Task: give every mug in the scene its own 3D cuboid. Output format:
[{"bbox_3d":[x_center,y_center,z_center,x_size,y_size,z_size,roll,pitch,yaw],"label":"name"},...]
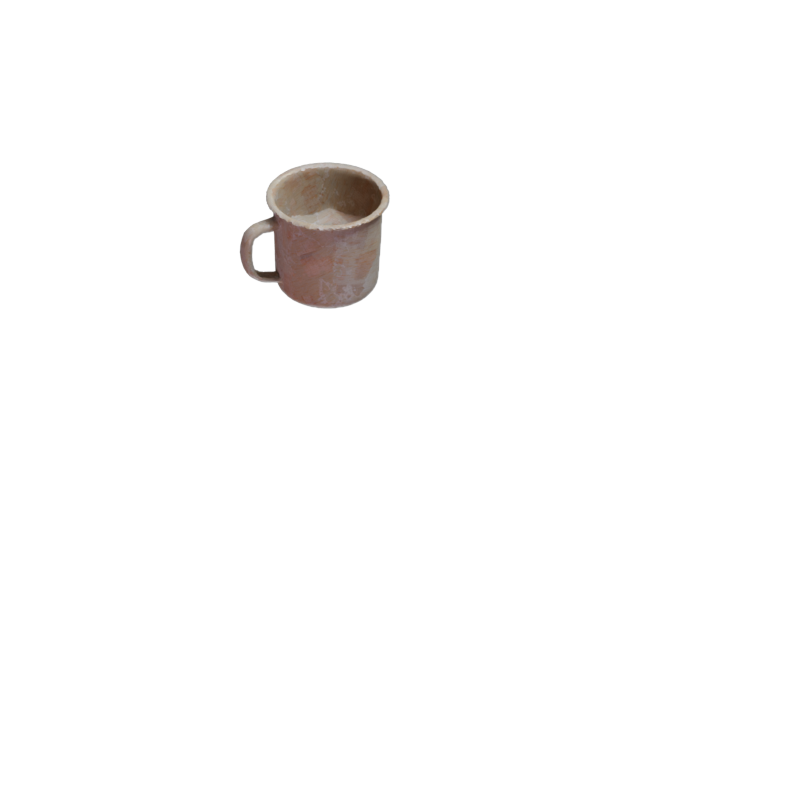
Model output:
[{"bbox_3d":[-0.066,-0.121,0.849,0.116,0.076,0.101,-18,43,-22],"label":"mug"}]
